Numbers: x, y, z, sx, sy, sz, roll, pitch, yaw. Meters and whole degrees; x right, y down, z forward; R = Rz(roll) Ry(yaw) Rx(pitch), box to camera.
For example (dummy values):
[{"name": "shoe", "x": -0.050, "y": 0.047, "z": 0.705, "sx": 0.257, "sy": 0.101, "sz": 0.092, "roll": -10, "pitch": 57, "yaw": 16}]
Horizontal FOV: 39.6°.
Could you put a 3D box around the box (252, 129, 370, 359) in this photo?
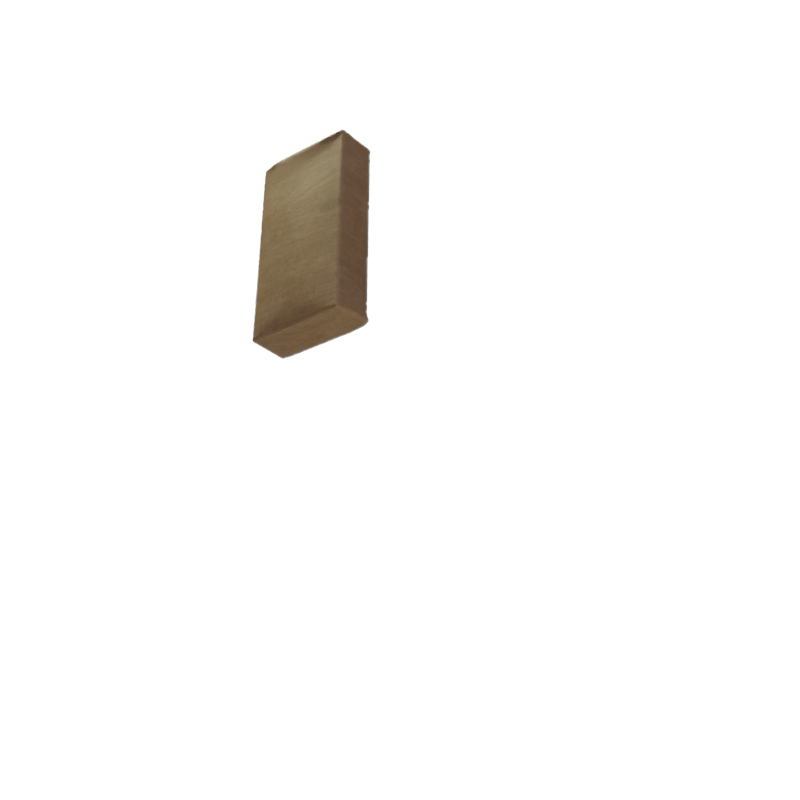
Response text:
[{"name": "box", "x": -0.072, "y": -0.132, "z": 0.921, "sx": 0.094, "sy": 0.188, "sz": 0.045, "roll": -23, "pitch": -36, "yaw": 31}]
